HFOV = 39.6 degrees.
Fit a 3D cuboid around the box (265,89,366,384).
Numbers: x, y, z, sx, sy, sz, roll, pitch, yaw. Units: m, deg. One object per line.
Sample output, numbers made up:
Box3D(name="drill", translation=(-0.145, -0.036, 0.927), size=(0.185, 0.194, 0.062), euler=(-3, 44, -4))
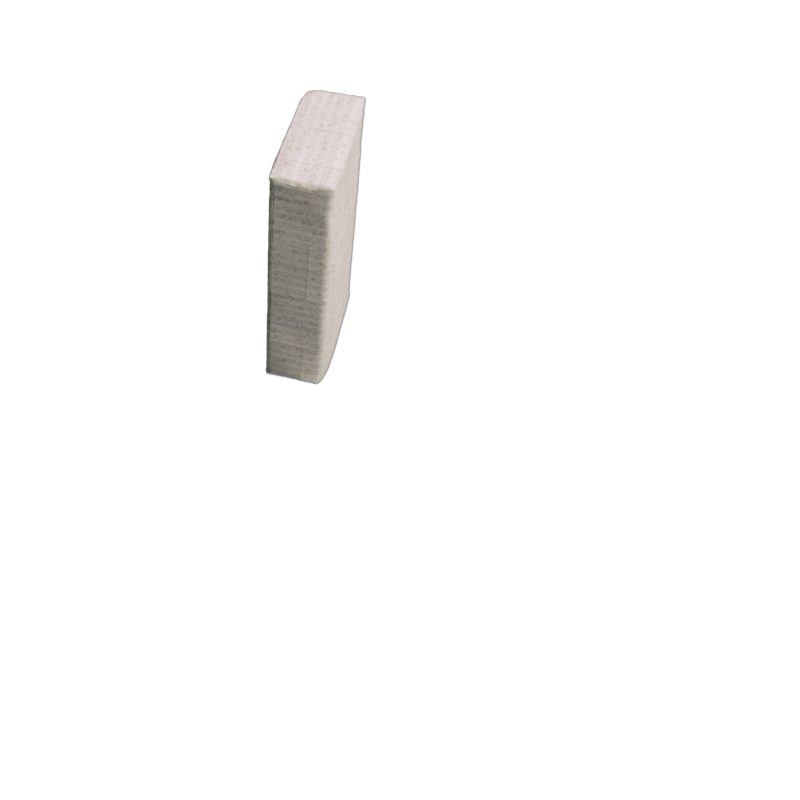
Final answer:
Box3D(name="box", translation=(-0.056, -0.102, 0.711), size=(0.049, 0.099, 0.164), euler=(10, -43, 5))
